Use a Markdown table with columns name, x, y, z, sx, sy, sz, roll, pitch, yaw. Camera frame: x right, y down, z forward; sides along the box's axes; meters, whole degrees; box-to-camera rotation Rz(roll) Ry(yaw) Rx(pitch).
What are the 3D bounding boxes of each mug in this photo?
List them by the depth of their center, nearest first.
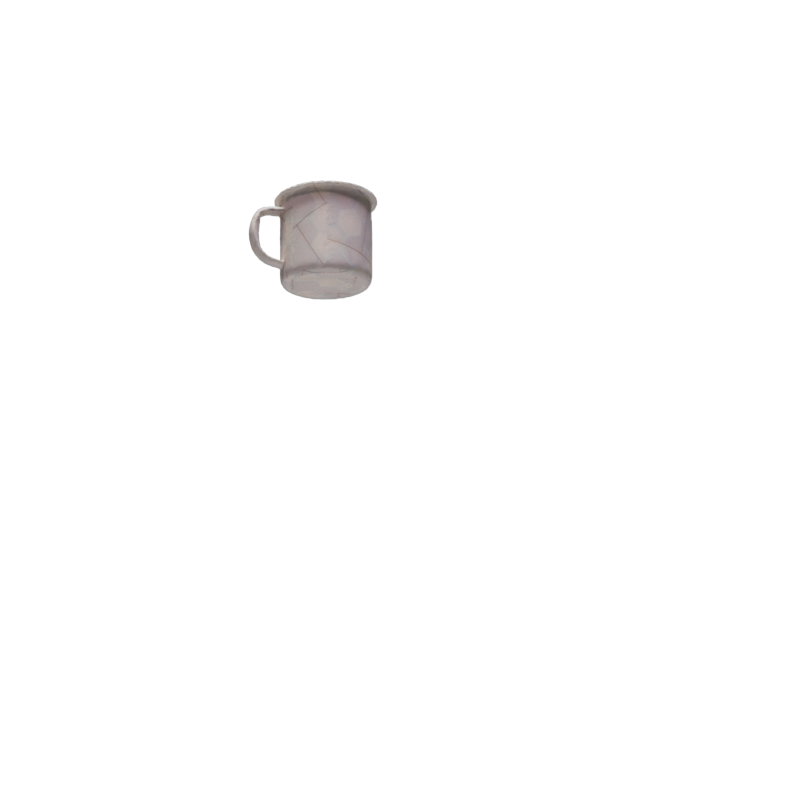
| name | x | y | z | sx | sy | sz | roll | pitch | yaw |
| --- | --- | --- | --- | --- | --- | --- | --- | --- | --- |
| mug | -0.077 | -0.140 | 0.984 | 0.114 | 0.085 | 0.092 | 6 | -19 | -21 |
